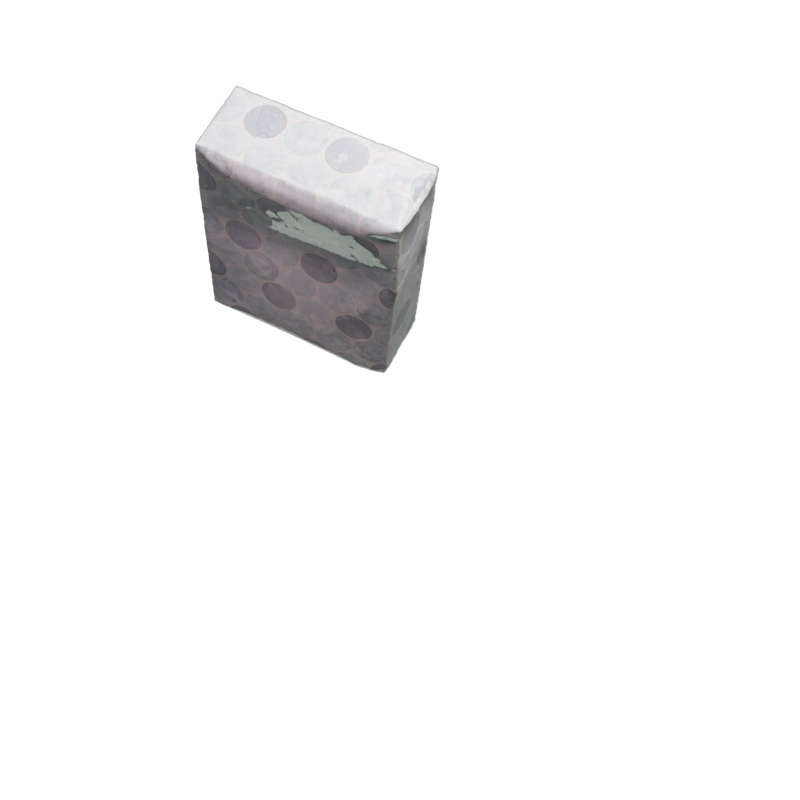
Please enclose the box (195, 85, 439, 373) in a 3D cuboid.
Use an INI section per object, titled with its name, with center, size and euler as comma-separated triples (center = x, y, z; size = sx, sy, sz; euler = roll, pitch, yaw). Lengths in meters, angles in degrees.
[box]
center = -0.067, -0.122, 0.852
size = 0.169, 0.074, 0.201
euler = 25, -27, 11
